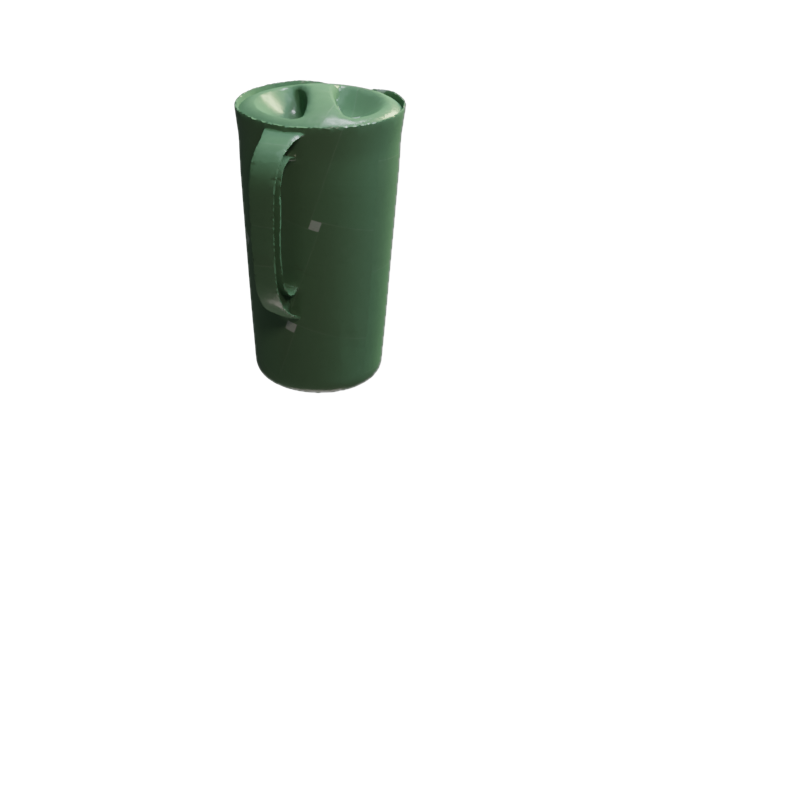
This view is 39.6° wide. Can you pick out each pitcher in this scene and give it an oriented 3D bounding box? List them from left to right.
[{"bbox_3d":[-0.070,-0.128,0.898,0.146,0.230,0.156,-10,28,-23],"label":"pitcher"}]
